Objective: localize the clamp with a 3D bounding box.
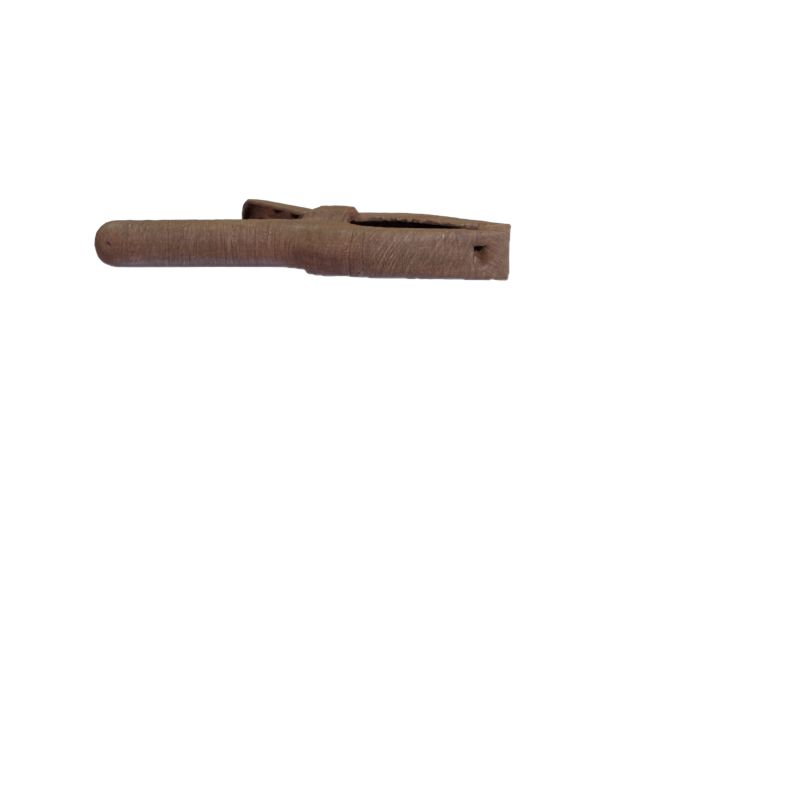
[{"bbox_3d":[-0.047,-0.086,0.600,0.219,0.035,0.162,10,19,31],"label":"clamp"}]
